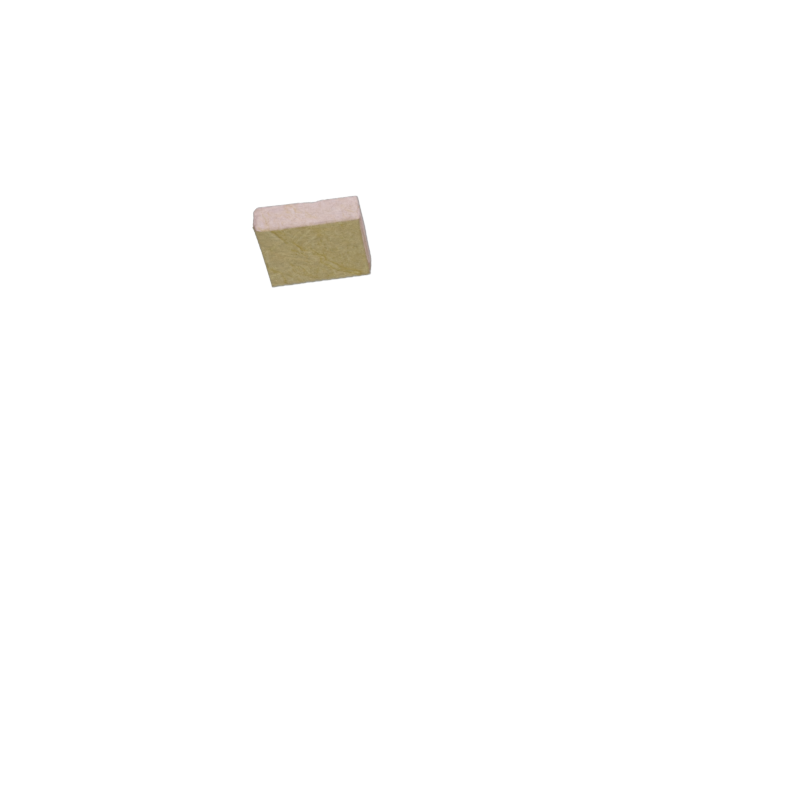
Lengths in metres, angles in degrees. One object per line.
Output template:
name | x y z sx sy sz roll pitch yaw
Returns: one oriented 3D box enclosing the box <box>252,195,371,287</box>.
box | -0.073 -0.133 0.930 0.090 0.032 0.068 -6 -38 7
